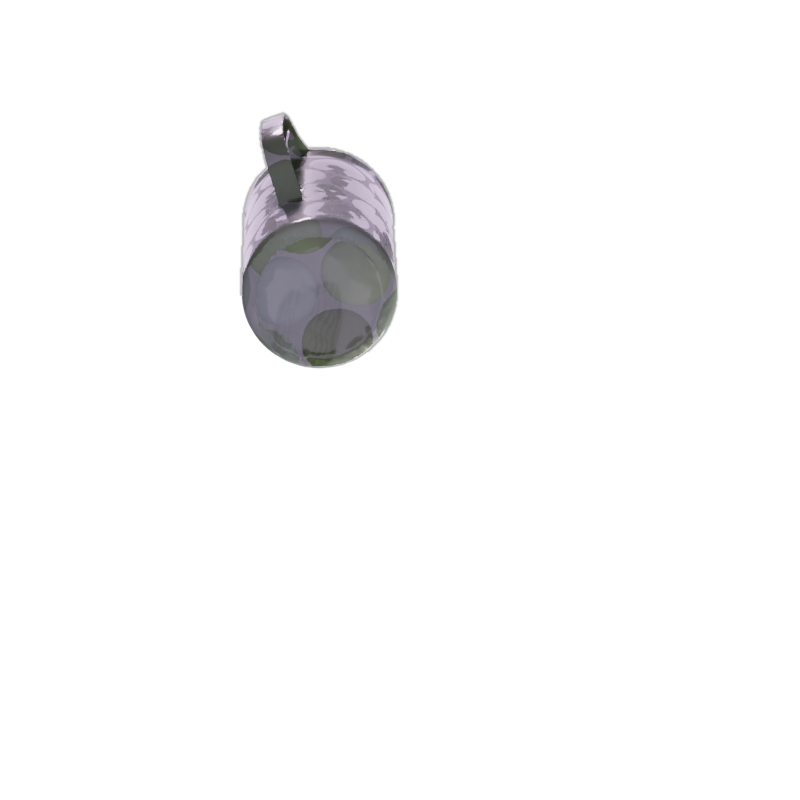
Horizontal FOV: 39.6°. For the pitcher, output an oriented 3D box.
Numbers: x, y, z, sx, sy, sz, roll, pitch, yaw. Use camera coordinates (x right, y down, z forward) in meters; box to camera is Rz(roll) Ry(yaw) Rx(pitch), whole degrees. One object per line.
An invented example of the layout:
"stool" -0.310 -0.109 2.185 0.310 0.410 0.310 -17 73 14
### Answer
"pitcher" -0.068 -0.124 0.869 0.146 0.142 0.253 24 16 -11
